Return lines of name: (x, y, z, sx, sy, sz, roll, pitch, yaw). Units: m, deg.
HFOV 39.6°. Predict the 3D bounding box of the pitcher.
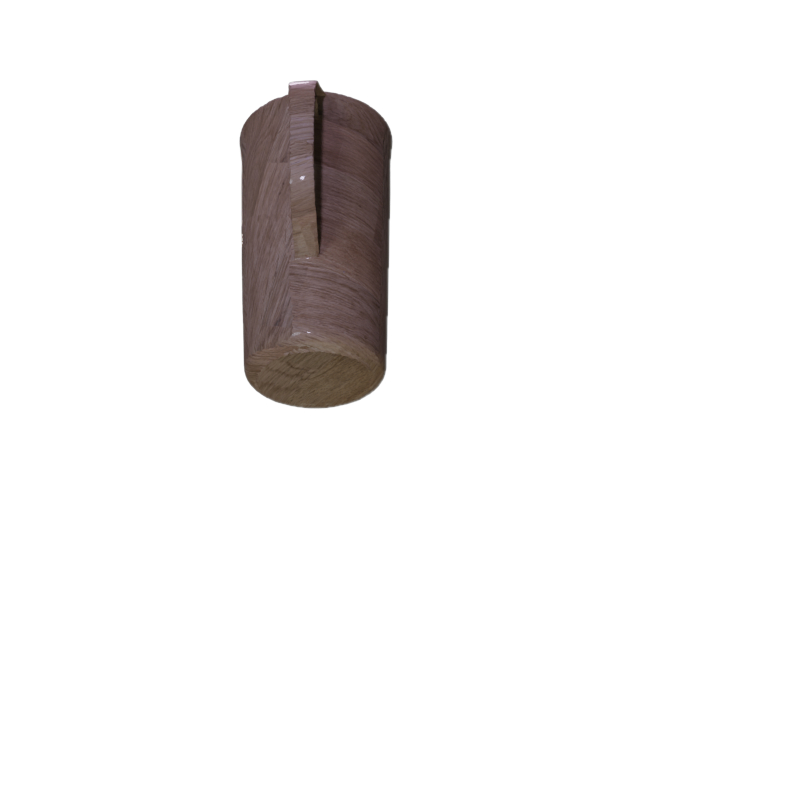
pitcher: (-0.070, -0.127, 0.892, 0.140, 0.260, 0.144, 25, -42, -35)
